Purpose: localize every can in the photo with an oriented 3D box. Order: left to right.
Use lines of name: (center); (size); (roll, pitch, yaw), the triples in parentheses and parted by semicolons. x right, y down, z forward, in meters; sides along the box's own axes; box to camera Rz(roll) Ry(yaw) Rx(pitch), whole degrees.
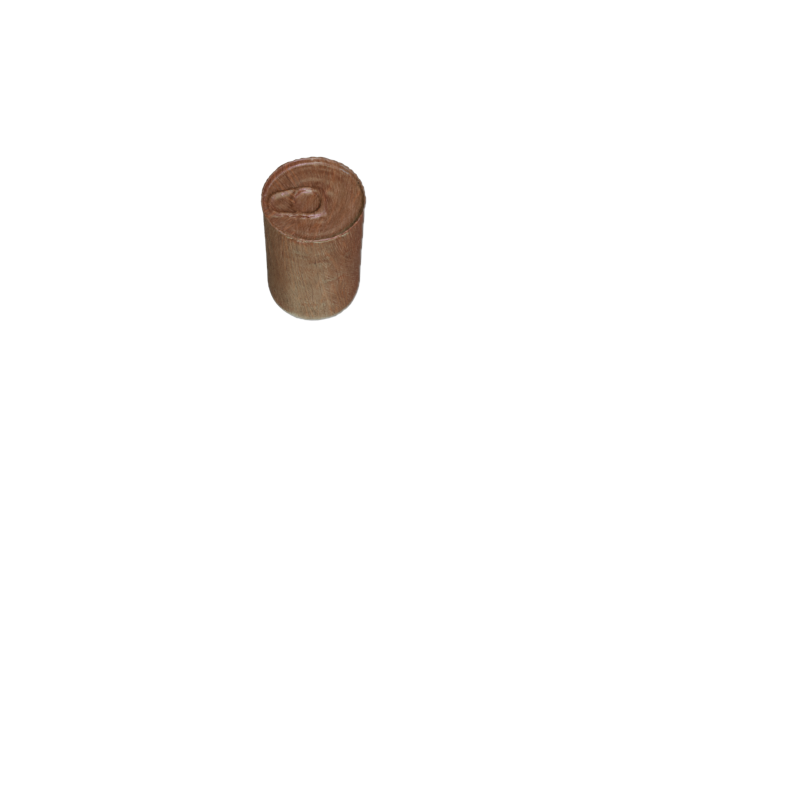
can: (-0.059, -0.107, 0.753); (0.068, 0.073, 0.096); (0, -30, -3)
